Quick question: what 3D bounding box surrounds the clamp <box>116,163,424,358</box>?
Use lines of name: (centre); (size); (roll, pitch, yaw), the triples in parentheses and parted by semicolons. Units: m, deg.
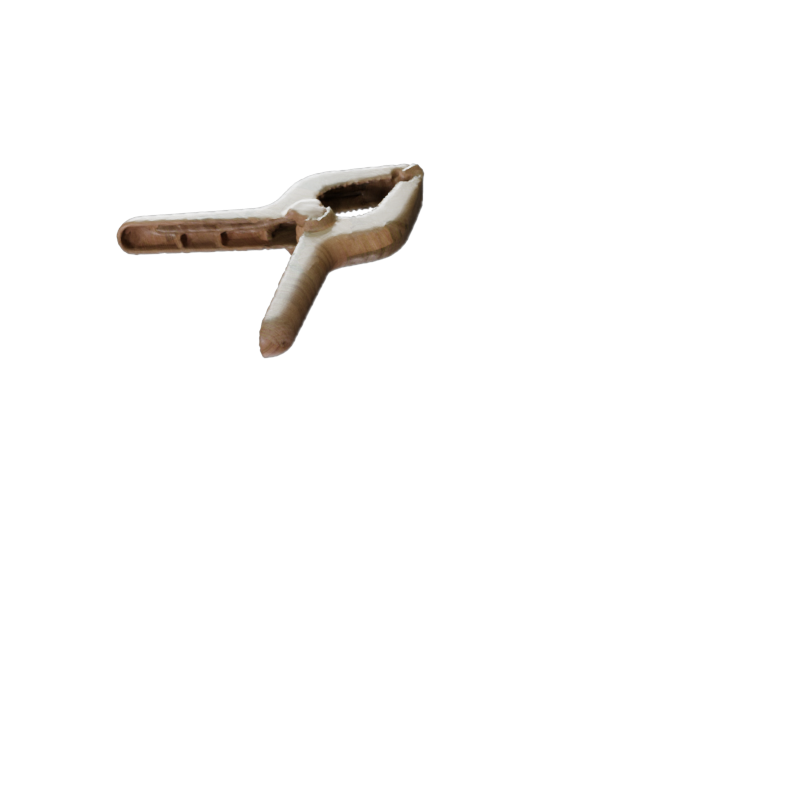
clamp: (-0.056, -0.103, 0.721); (0.208, 0.034, 0.177); (-24, 44, -27)
